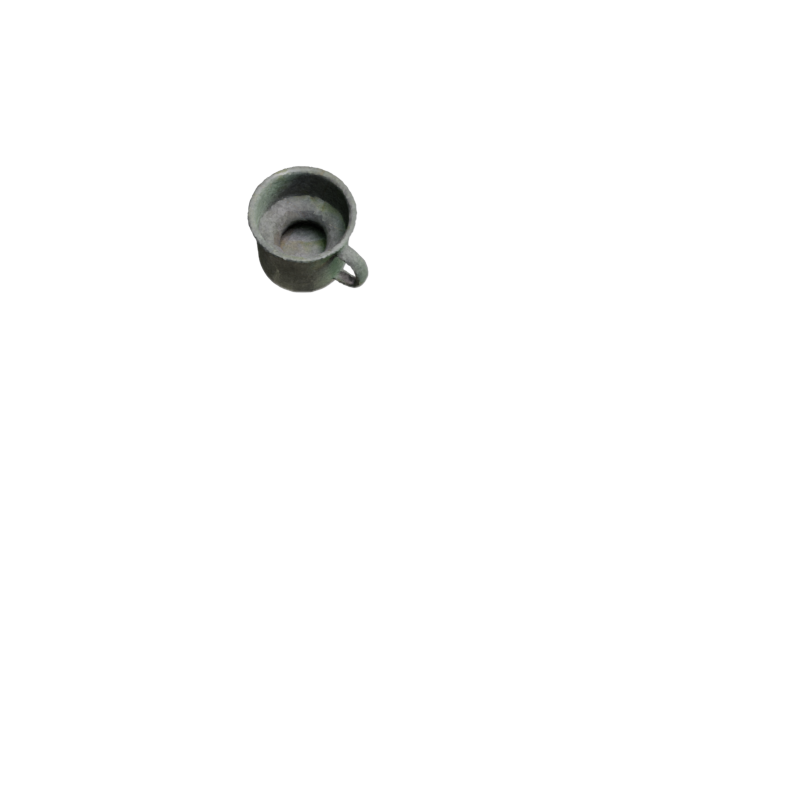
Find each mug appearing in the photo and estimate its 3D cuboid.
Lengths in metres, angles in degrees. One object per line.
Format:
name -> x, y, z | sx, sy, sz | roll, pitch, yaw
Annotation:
mug -> -0.076, -0.139, 0.973 | 0.121, 0.095, 0.077 | 34, -20, 13
